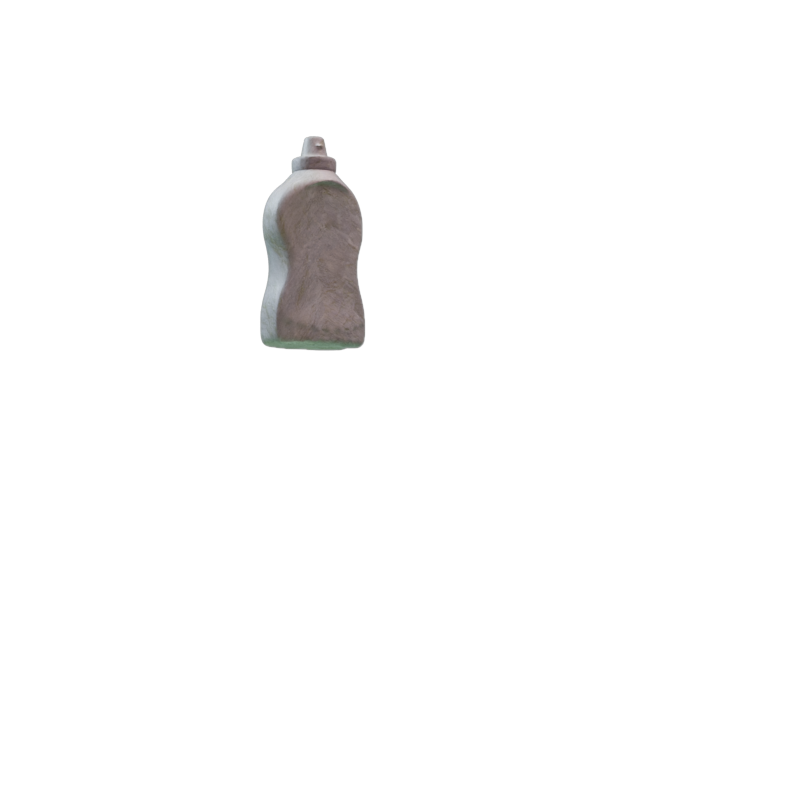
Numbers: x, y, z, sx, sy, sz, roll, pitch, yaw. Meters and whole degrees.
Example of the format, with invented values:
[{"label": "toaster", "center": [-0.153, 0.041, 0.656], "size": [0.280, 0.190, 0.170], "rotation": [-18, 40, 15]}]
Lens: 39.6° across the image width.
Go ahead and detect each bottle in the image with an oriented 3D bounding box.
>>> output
[{"label": "bottle", "center": [-0.078, -0.143, 0.998], "size": [0.092, 0.196, 0.059], "rotation": [5, -11, -33]}]
